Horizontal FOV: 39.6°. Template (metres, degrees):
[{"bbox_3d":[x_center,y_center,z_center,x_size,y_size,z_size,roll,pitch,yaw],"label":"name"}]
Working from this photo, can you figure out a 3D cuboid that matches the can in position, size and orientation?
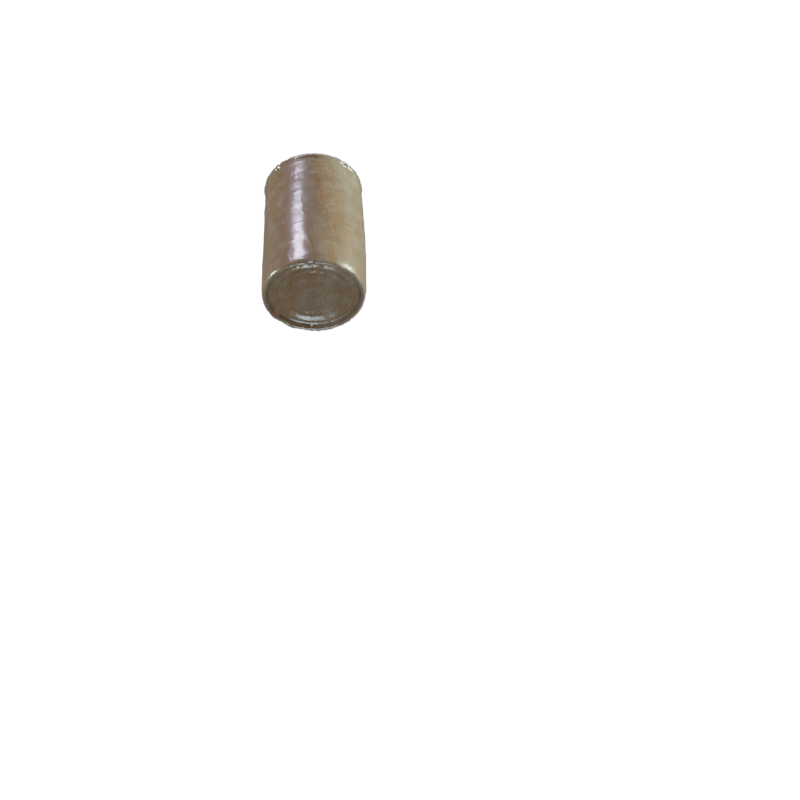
[{"bbox_3d":[-0.057,-0.105,0.734,0.068,0.110,0.064,-1,-42,-3],"label":"can"}]
